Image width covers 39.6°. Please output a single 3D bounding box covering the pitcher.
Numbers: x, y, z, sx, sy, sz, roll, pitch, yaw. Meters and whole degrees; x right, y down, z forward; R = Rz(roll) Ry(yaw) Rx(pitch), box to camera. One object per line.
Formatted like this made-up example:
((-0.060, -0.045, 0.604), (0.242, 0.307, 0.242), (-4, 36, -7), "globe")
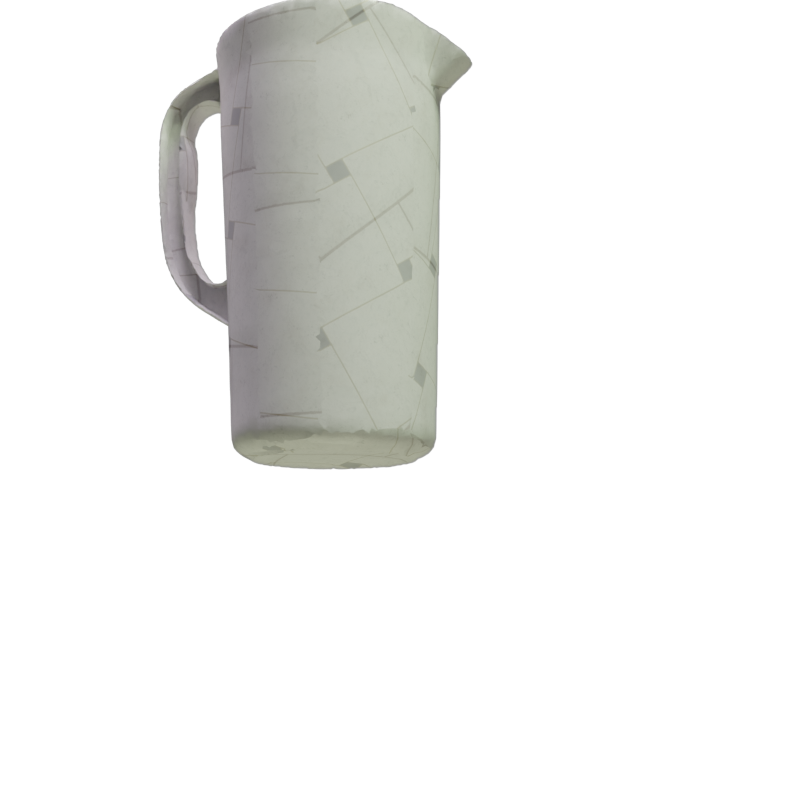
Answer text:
((-0.049, -0.089, 0.620), (0.139, 0.253, 0.149), (7, -17, -28), "pitcher")
